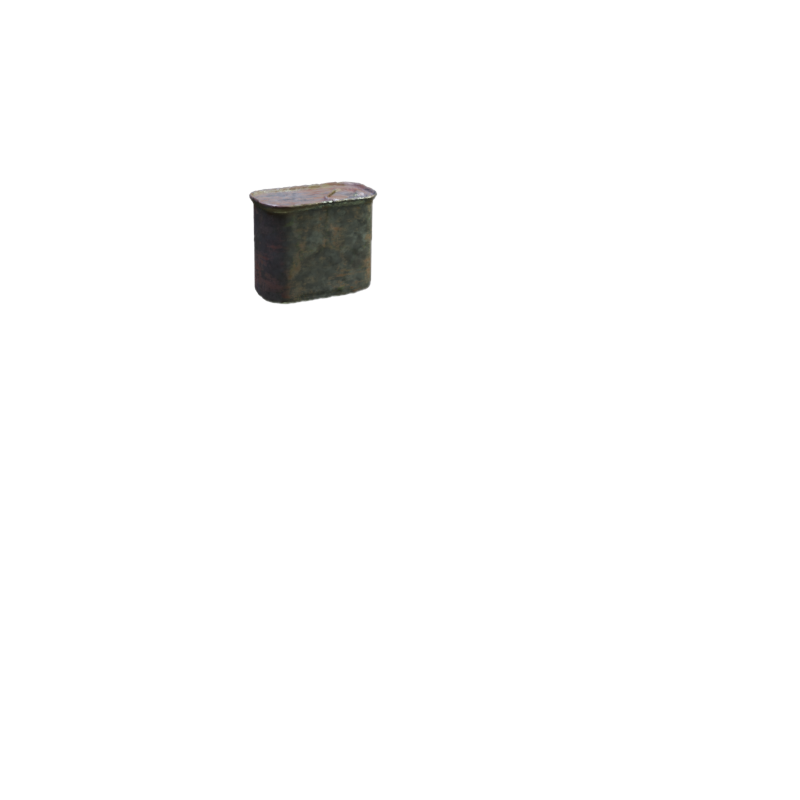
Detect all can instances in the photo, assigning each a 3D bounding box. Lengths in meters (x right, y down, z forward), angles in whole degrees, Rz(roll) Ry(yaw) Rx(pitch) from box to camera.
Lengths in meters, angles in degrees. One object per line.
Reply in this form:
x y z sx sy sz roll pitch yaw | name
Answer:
-0.071 -0.130 0.913 0.100 0.080 0.061 -10 22 -25 | can
